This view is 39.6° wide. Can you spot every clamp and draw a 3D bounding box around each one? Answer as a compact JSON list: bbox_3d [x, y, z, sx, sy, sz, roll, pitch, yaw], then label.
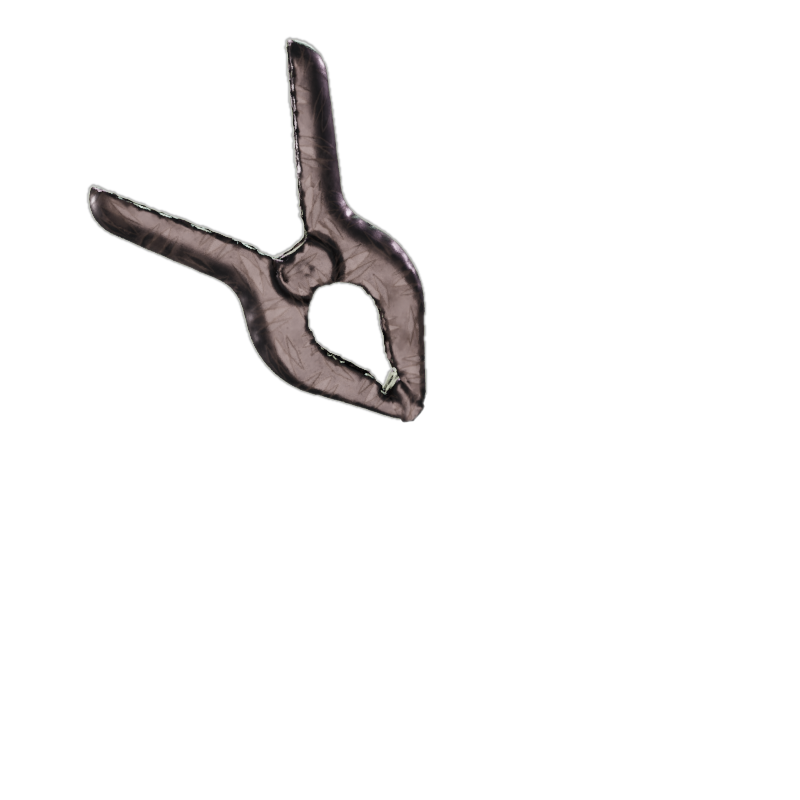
[{"bbox_3d":[-0.038,-0.070,0.488,0.168,0.119,0.040,44,7,-7],"label":"clamp"}]
